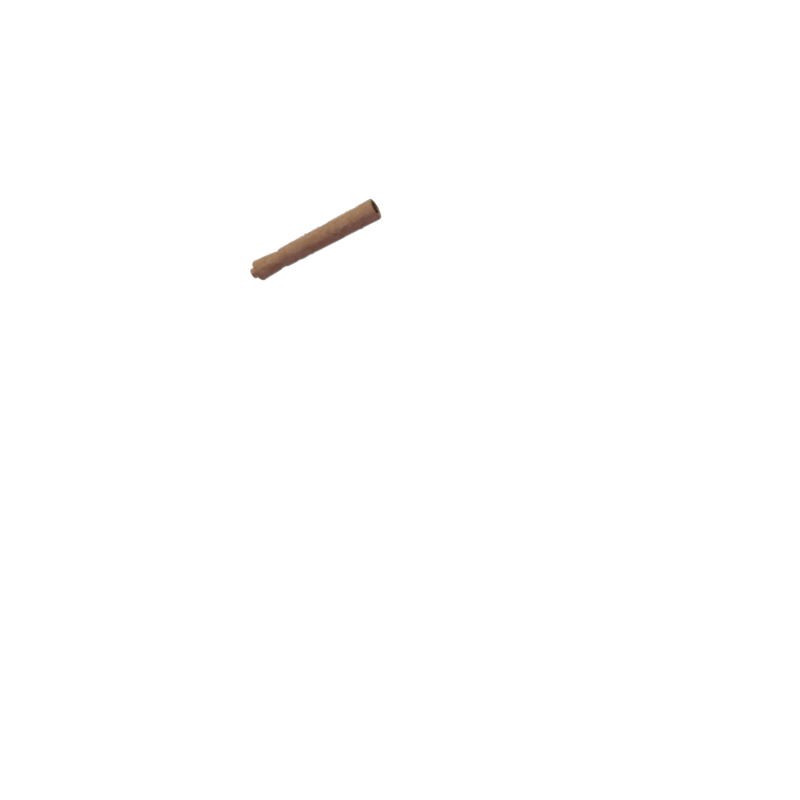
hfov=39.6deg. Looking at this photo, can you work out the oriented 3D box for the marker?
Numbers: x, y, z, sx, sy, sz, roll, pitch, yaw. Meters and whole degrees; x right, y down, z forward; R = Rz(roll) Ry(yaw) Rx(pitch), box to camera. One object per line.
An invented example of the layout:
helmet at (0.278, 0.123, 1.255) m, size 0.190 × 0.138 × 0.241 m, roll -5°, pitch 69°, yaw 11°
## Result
marker at (-0.072, -0.131, 0.920) m, size 0.121 × 0.020 × 0.019 m, roll -25°, pitch -4°, yaw 17°
